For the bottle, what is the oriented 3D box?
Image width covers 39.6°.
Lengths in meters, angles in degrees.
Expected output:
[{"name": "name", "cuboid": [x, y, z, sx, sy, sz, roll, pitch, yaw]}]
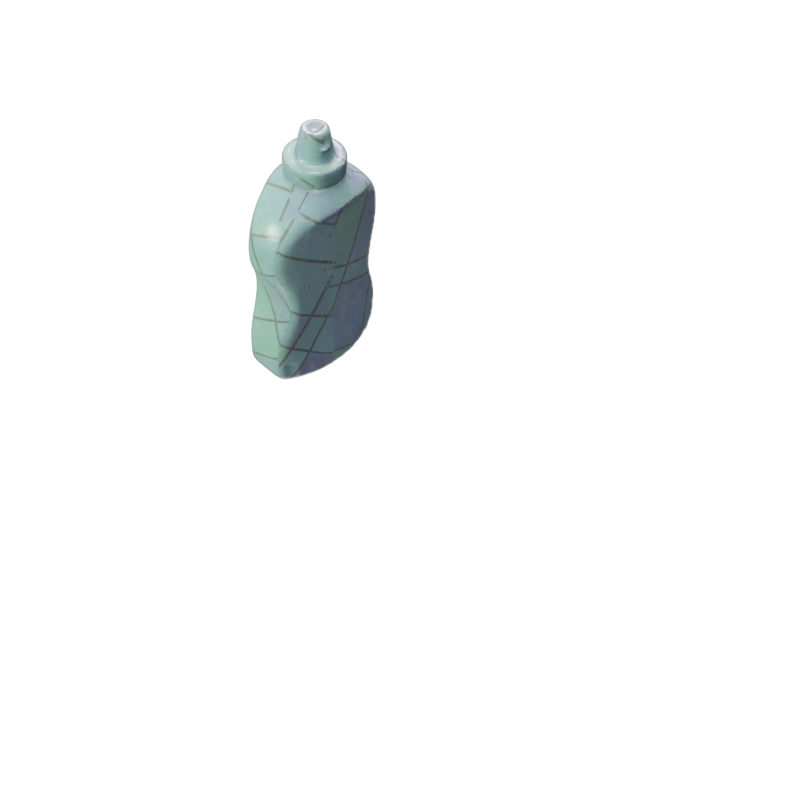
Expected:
[{"name": "bottle", "cuboid": [-0.058, -0.105, 0.740, 0.096, 0.179, 0.062, -35, 58, -31]}]
